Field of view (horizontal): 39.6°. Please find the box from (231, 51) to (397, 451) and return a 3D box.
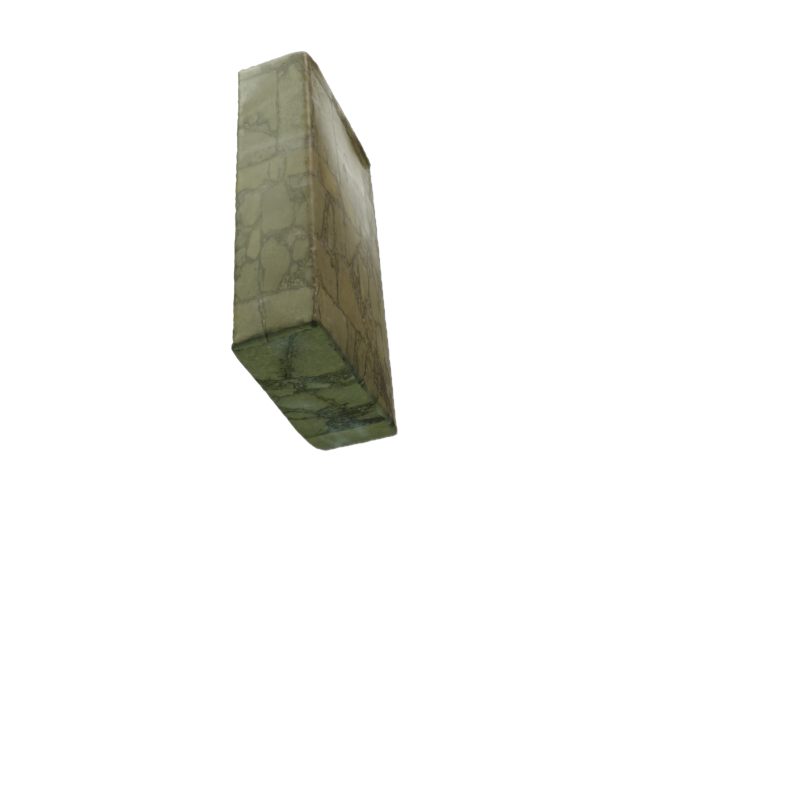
[{"bbox_3d":[-0.041,-0.075,0.525,0.048,0.189,0.086,-15,-39,15],"label":"box"}]
